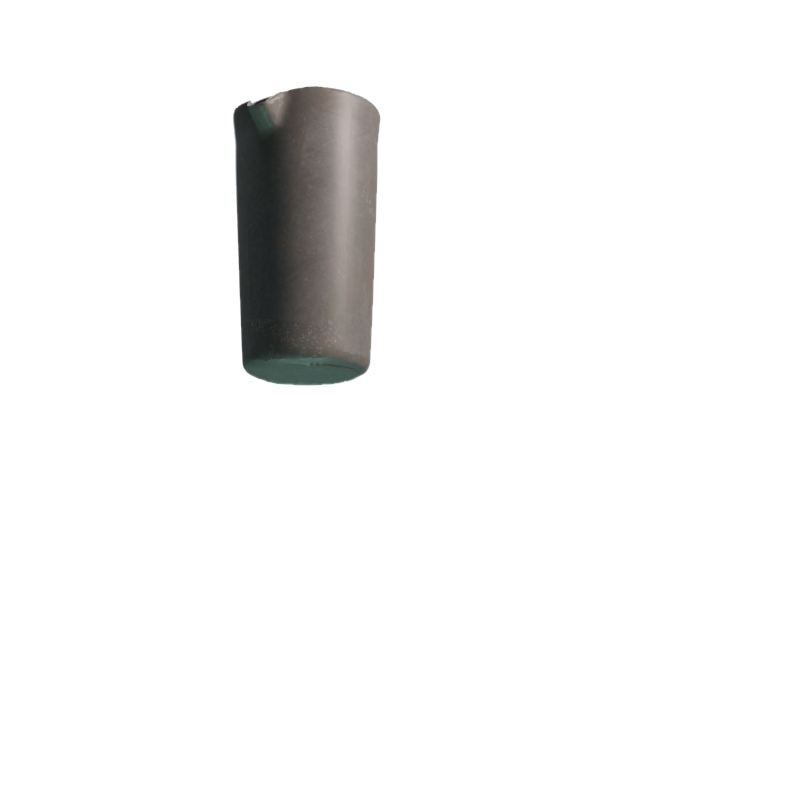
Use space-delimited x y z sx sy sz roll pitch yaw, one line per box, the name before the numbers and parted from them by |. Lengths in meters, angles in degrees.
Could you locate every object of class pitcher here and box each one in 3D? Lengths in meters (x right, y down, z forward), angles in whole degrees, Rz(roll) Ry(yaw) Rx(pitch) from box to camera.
pitcher | -0.076 -0.139 0.975 0.146 0.253 0.143 4 -16 -17
